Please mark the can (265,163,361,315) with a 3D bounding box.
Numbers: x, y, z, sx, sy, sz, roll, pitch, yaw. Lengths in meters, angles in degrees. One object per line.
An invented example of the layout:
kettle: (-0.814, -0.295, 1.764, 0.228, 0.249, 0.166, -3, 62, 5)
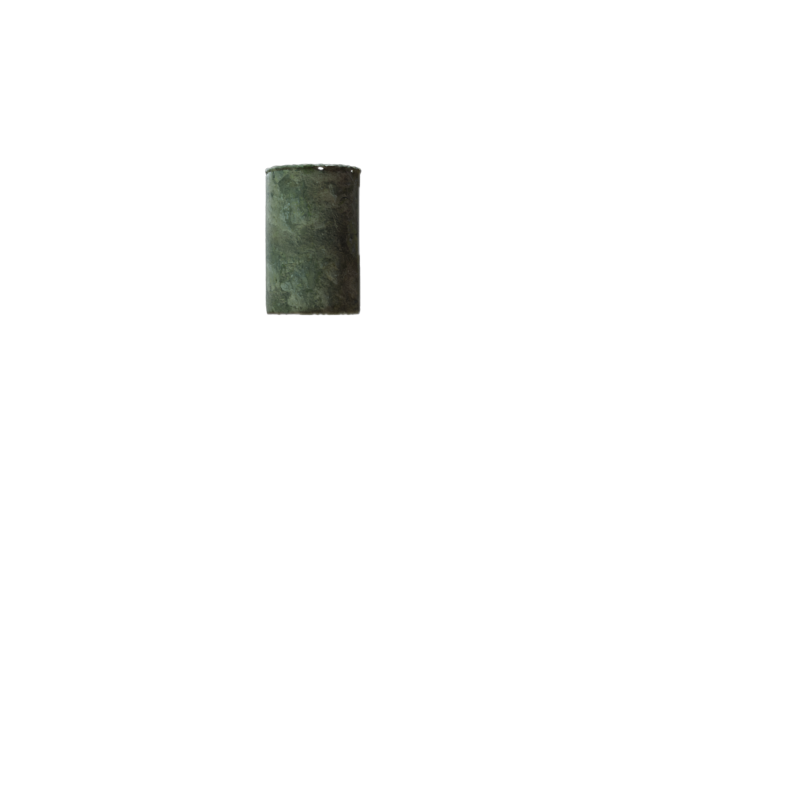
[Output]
can: (-0.061, -0.111, 0.776, 0.068, 0.103, 0.068, 0, -1, -2)
